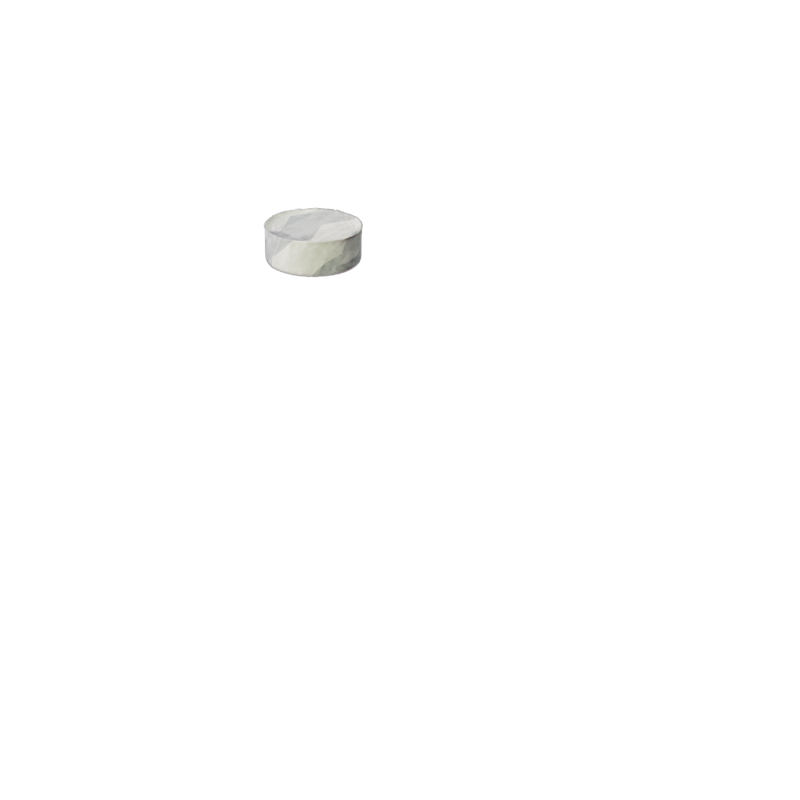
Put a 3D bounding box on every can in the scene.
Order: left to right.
[{"bbox_3d":[-0.076,-0.138,0.965,0.086,0.032,0.091,-1,27,-2],"label":"can"}]
